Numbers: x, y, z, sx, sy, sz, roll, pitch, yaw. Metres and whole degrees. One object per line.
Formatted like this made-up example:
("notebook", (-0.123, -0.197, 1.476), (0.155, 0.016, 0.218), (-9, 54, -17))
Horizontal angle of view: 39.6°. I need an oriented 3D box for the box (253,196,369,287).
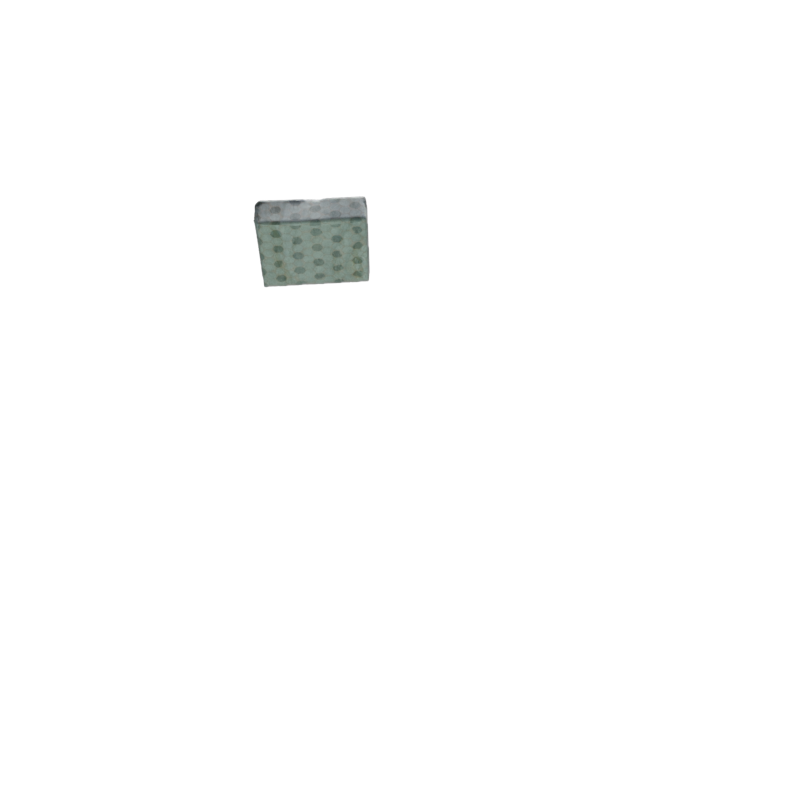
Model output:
("box", (-0.070, -0.127, 0.892), (0.089, 0.032, 0.068), (-2, -40, 2))
